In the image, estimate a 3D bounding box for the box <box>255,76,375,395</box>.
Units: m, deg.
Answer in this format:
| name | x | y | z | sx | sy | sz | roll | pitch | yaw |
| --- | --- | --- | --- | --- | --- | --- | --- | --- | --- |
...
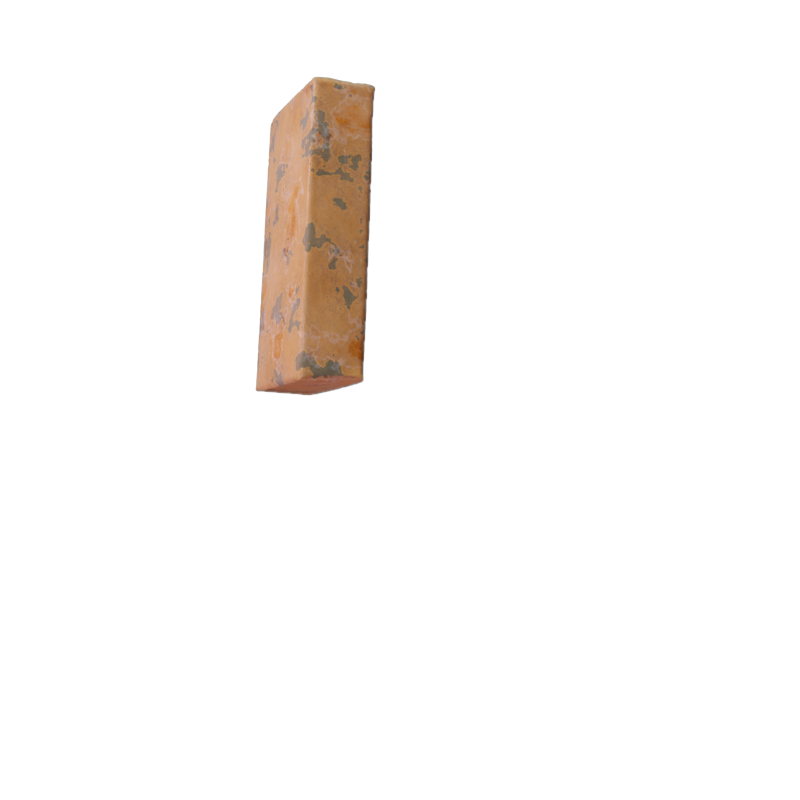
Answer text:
| name | x | y | z | sx | sy | sz | roll | pitch | yaw |
| --- | --- | --- | --- | --- | --- | --- | --- | --- | --- |
| box | -0.052 | -0.095 | 0.665 | 0.047 | 0.181 | 0.093 | 4 | -11 | -22 |
